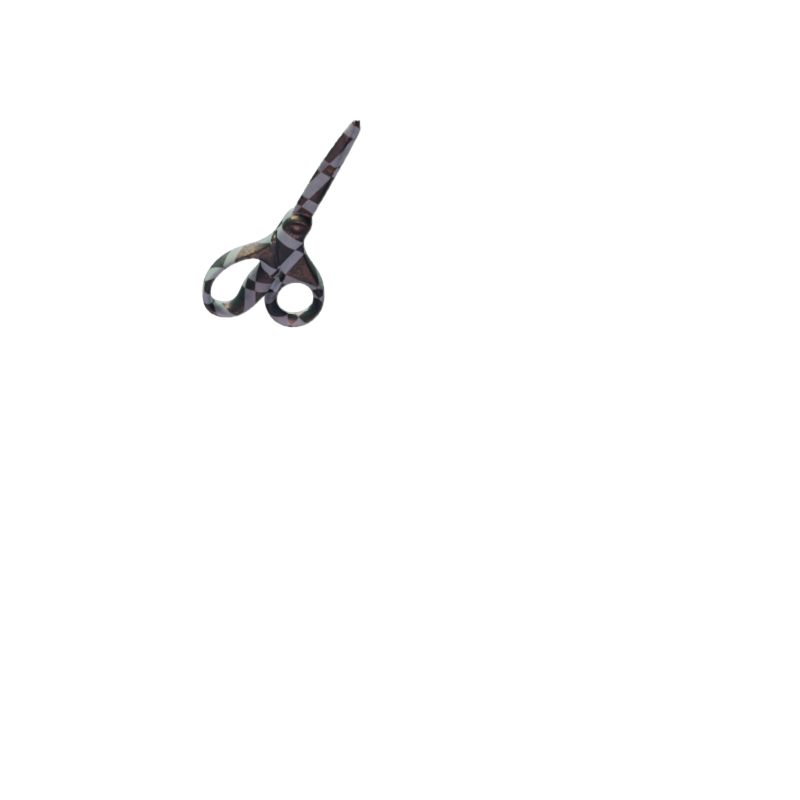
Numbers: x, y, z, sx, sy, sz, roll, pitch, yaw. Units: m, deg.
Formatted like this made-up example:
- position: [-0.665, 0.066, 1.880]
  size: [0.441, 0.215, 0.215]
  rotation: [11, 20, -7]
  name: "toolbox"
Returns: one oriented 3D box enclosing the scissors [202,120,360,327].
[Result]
- position: [-0.060, -0.109, 0.764]
  size: [0.091, 0.017, 0.199]
  rotation: [30, -48, -31]
  name: "scissors"
